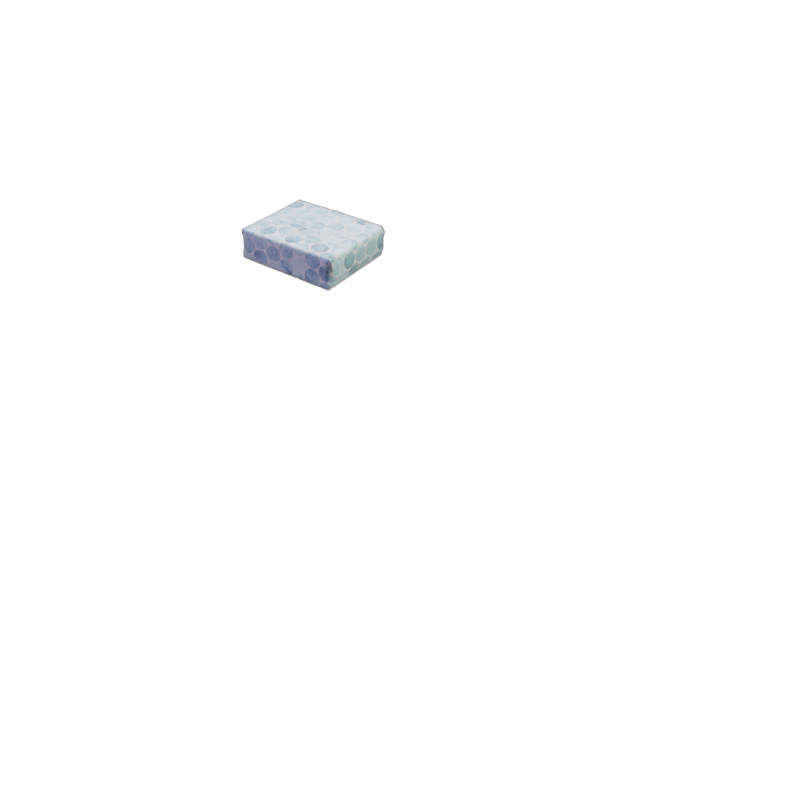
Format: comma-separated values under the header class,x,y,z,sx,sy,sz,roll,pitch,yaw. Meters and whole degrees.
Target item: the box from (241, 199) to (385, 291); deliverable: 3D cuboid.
class,x,y,z,sx,sy,sz,roll,pitch,yaw
box,-0.069,-0.125,0.879,0.094,0.028,0.073,22,38,30
